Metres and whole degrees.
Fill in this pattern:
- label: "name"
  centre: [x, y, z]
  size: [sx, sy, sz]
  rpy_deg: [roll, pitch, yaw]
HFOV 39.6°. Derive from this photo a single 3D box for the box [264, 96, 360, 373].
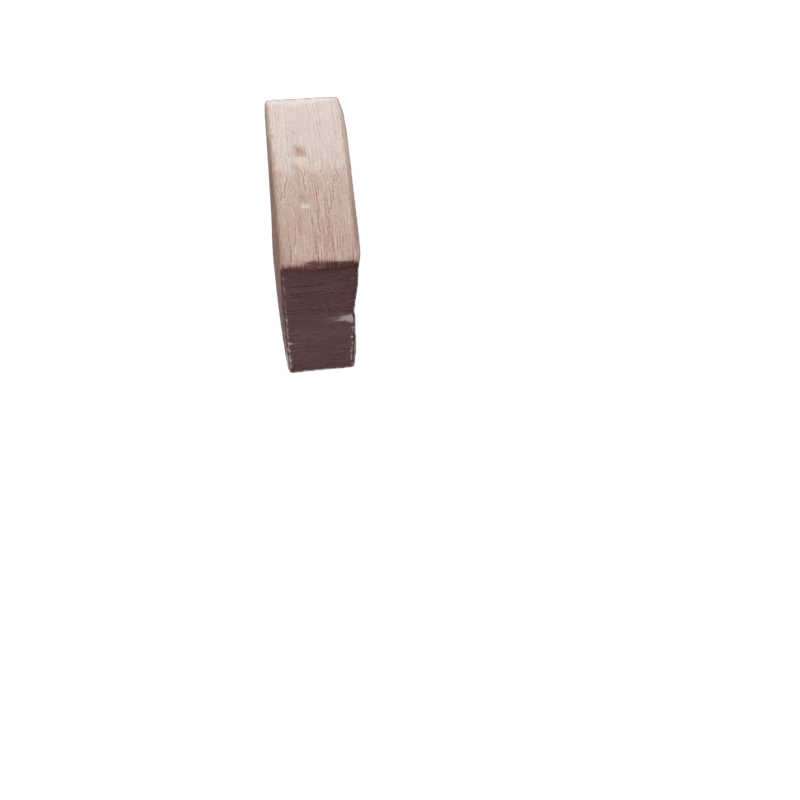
- label: "box"
  centre: [-0.077, -0.140, 0.981]
  size: [0.071, 0.174, 0.202]
  rpy_deg: [-5, -24, -6]
